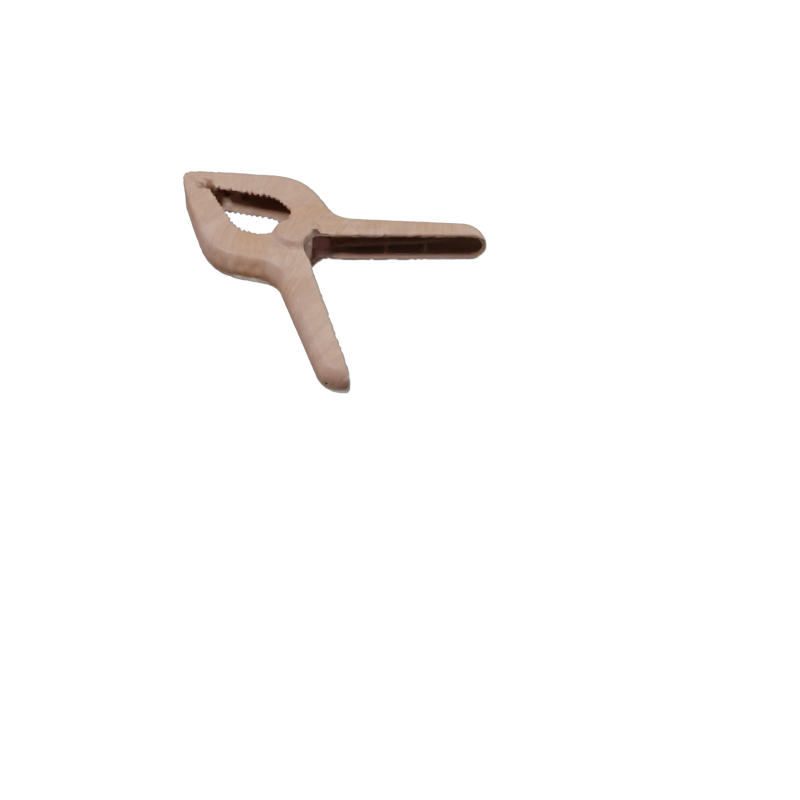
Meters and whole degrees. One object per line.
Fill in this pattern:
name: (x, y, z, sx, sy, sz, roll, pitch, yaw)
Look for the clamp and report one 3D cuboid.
clamp: (-0.059, -0.107, 0.751, 0.224, 0.034, 0.166, 35, 56, 29)
